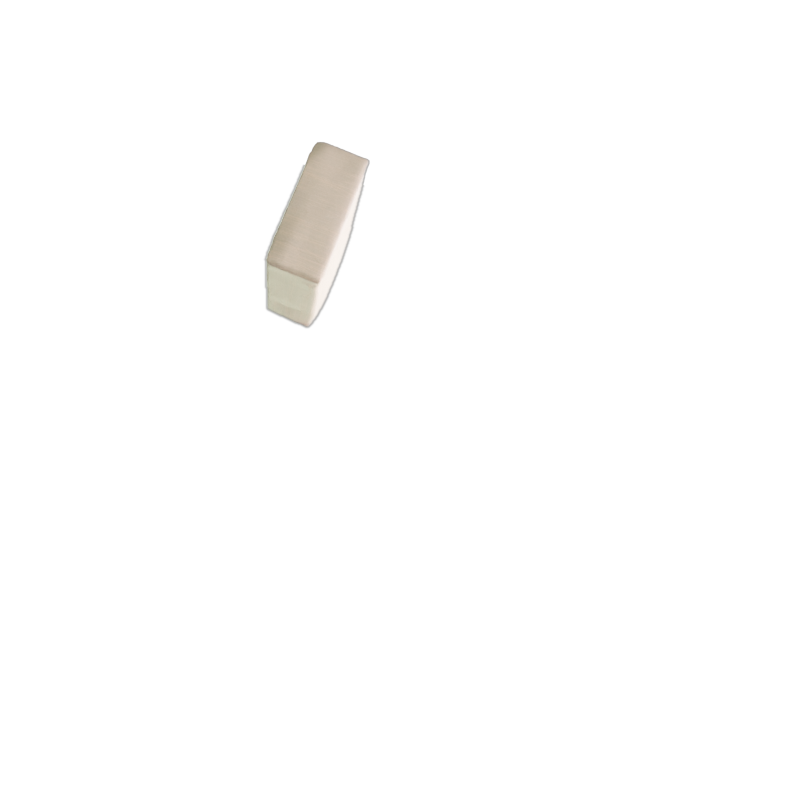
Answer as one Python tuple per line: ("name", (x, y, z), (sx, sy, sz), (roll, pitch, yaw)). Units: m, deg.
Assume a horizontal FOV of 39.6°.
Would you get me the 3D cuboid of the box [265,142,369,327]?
("box", (-0.063, -0.115, 0.805), (0.048, 0.095, 0.172), (21, -10, -1))
